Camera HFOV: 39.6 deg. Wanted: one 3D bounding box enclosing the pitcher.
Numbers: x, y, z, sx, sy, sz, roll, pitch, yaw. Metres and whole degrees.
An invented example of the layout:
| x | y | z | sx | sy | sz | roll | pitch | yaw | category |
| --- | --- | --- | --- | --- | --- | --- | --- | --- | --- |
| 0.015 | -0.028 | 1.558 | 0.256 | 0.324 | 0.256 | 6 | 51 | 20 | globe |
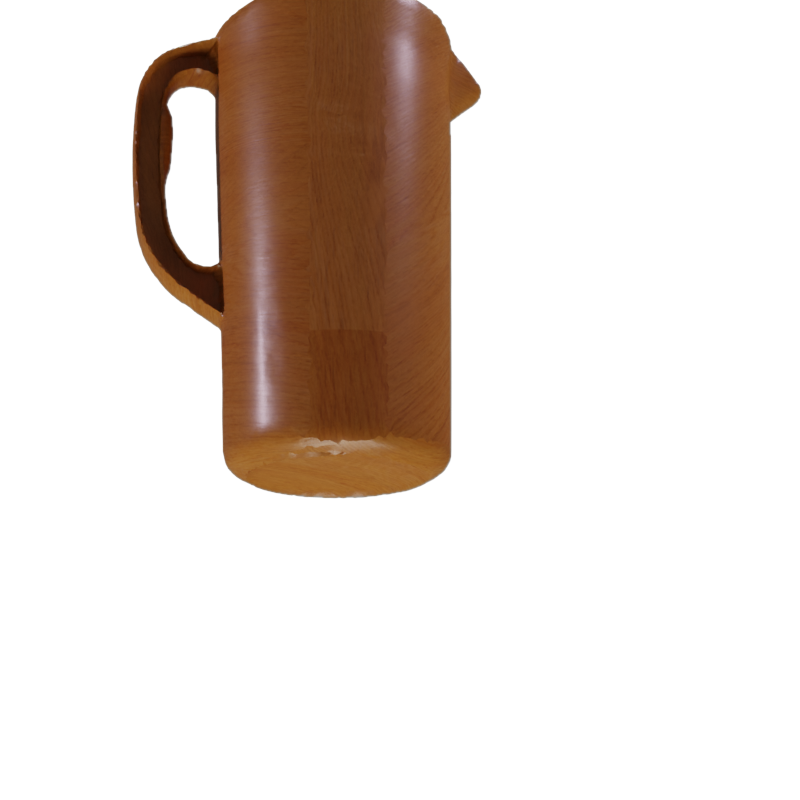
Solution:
| x | y | z | sx | sy | sz | roll | pitch | yaw | category |
| --- | --- | --- | --- | --- | --- | --- | --- | --- | --- |
| -0.044 | -0.081 | 0.568 | 0.152 | 0.256 | 0.135 | -14 | -26 | 29 | pitcher |
